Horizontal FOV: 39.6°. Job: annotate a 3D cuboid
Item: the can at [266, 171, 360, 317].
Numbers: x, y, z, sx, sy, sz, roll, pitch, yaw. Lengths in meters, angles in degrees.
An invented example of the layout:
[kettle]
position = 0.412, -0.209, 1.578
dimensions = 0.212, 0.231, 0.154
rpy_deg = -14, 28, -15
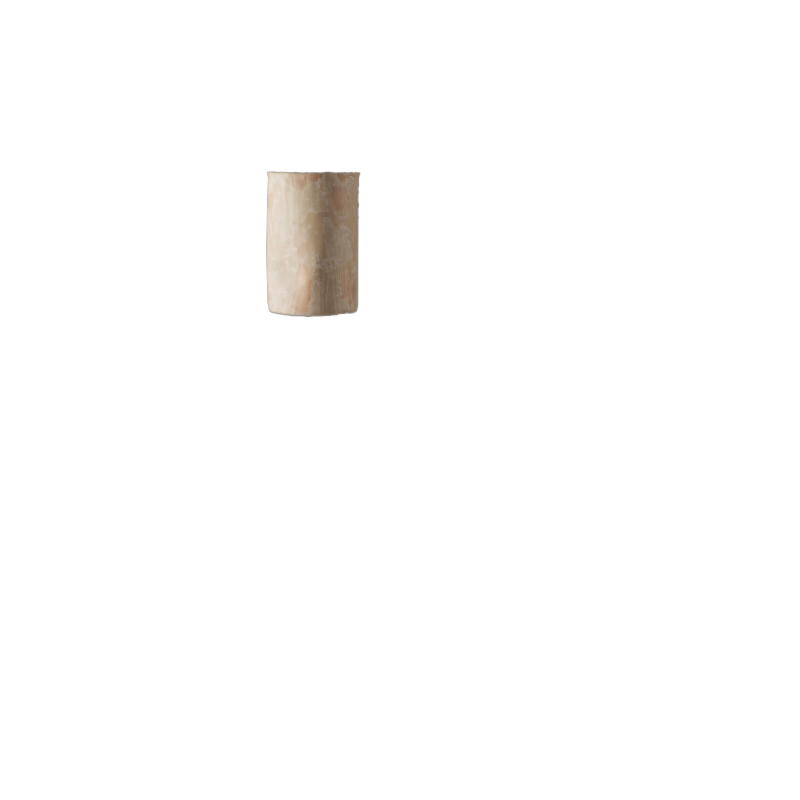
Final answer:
[can]
position = -0.063, -0.115, 0.806
dimensions = 0.068, 0.101, 0.070
rpy_deg = 0, 6, -2
